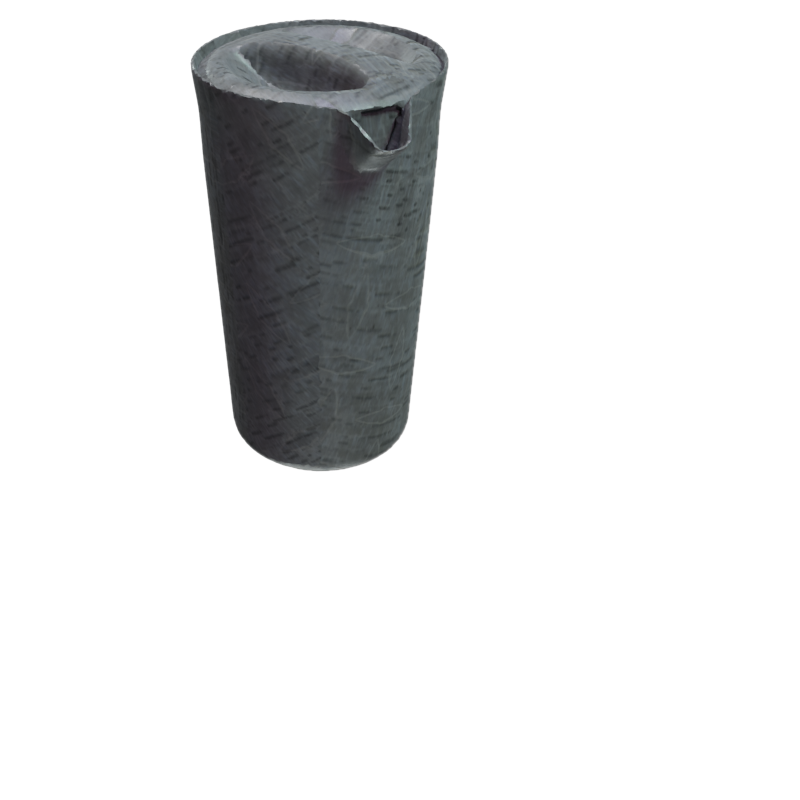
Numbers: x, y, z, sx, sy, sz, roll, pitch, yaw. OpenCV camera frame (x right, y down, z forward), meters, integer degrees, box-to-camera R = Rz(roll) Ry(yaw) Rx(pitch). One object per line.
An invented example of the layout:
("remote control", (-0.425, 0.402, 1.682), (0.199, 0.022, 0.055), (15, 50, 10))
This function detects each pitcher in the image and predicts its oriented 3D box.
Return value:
("pitcher", (-0.050, -0.091, 0.636), (0.149, 0.228, 0.155), (10, 33, 13))
